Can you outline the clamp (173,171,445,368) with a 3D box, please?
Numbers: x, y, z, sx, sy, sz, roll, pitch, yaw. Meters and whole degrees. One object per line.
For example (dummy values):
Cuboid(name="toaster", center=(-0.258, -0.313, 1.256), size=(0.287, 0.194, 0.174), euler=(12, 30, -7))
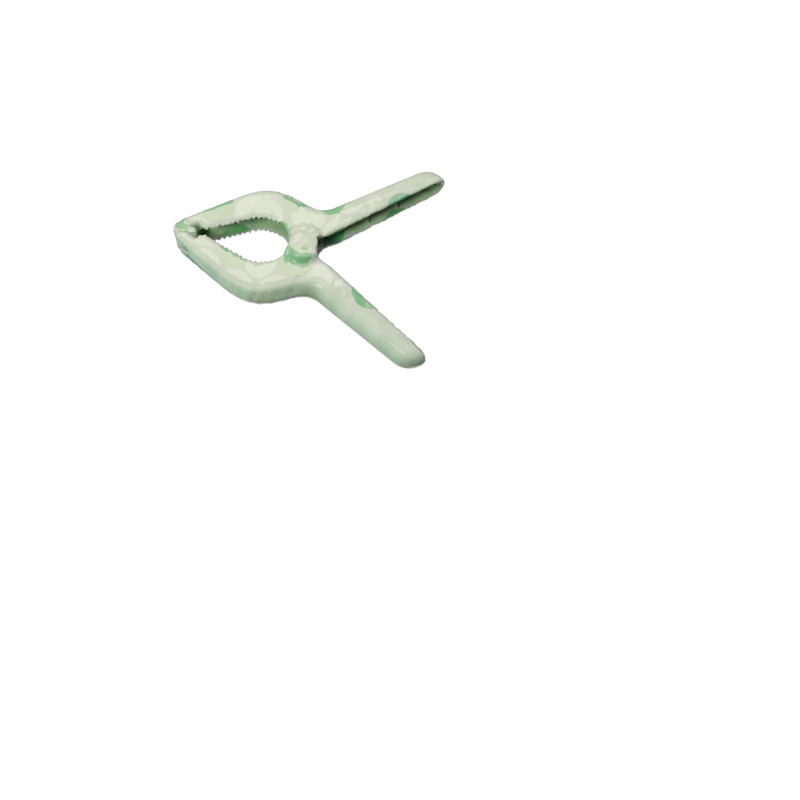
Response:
Cuboid(name="clamp", center=(-0.067, -0.122, 0.856), size=(0.213, 0.172, 0.034), euler=(13, -27, 7))
